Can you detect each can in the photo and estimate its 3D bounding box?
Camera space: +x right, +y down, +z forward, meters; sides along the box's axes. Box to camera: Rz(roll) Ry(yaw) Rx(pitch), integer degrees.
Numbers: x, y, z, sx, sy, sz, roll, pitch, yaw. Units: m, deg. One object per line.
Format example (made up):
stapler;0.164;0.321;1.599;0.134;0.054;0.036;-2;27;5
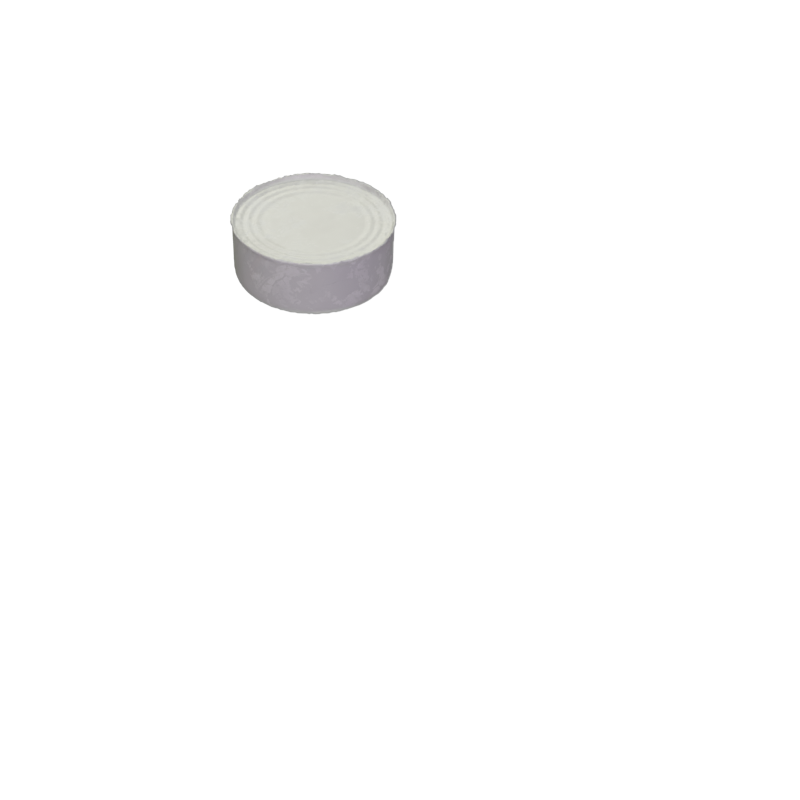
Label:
can;-0.046;-0.083;0.582;0.086;0.031;0.092;-1;40;-2
